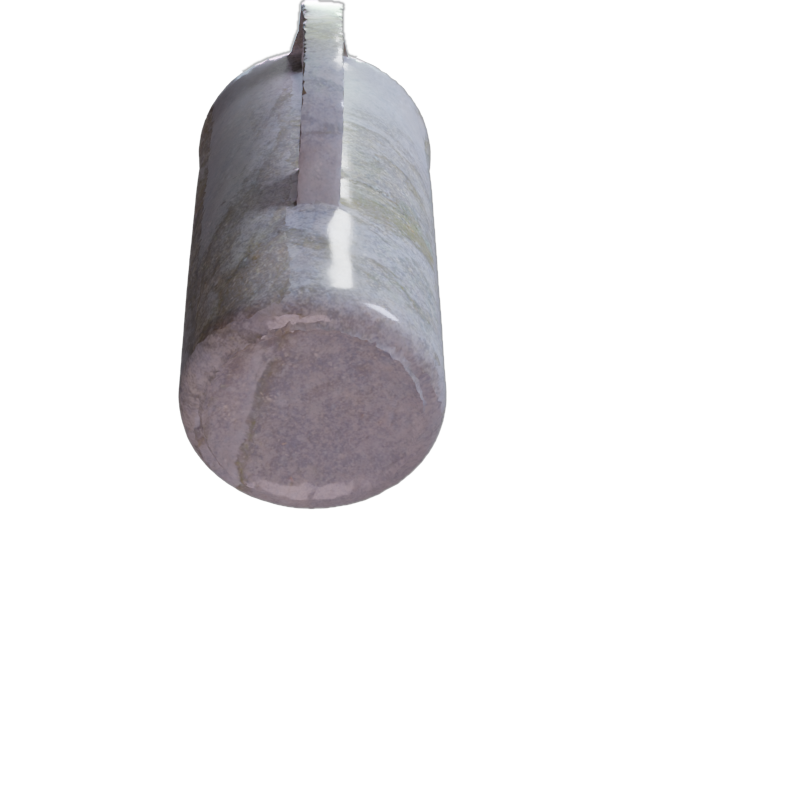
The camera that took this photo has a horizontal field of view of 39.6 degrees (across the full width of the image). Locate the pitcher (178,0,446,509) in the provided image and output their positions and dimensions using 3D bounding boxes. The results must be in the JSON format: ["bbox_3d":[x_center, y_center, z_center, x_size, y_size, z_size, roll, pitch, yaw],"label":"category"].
[{"bbox_3d":[-0.042,-0.076,0.535,0.144,0.141,0.259,-36,29,20],"label":"pitcher"}]
